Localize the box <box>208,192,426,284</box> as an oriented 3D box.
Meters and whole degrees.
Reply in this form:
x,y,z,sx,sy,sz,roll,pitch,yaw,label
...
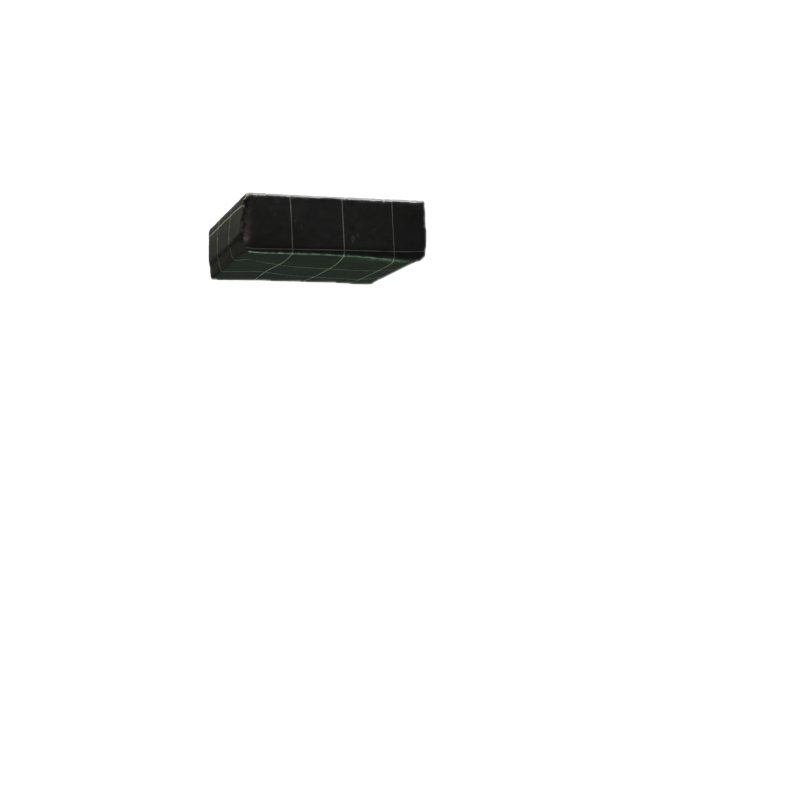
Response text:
x,y,z,sx,sy,sz,roll,pitch,yaw,label
-0.053,-0.096,0.672,0.110,0.040,0.090,2,-6,-20,box
